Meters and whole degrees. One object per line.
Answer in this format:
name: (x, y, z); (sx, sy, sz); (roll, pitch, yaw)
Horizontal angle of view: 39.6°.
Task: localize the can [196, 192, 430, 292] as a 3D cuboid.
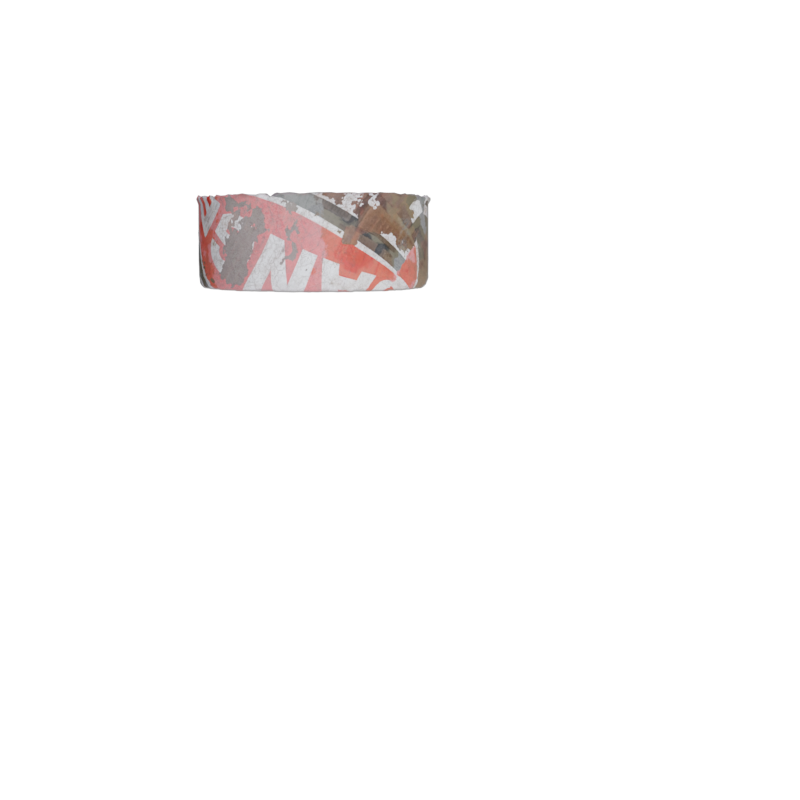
can: (-0.032, -0.058, 0.408); (0.086, 0.033, 0.087); (0, 7, -2)
